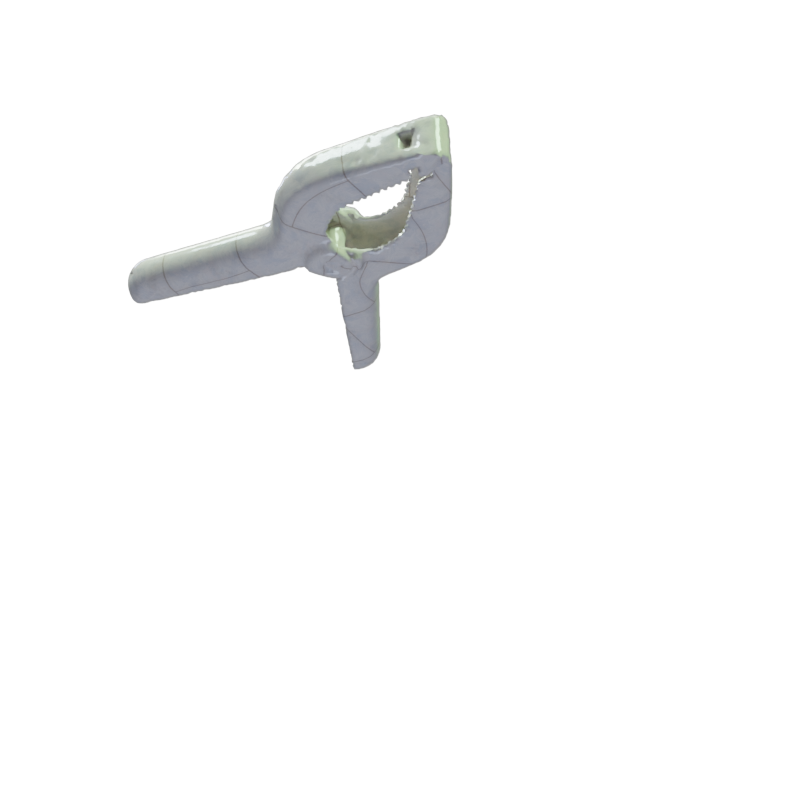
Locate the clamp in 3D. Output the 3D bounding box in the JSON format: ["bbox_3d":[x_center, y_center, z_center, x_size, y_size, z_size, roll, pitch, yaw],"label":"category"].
[{"bbox_3d":[-0.047,-0.086,0.603,0.159,0.039,0.204,13,-33,-22],"label":"clamp"}]
